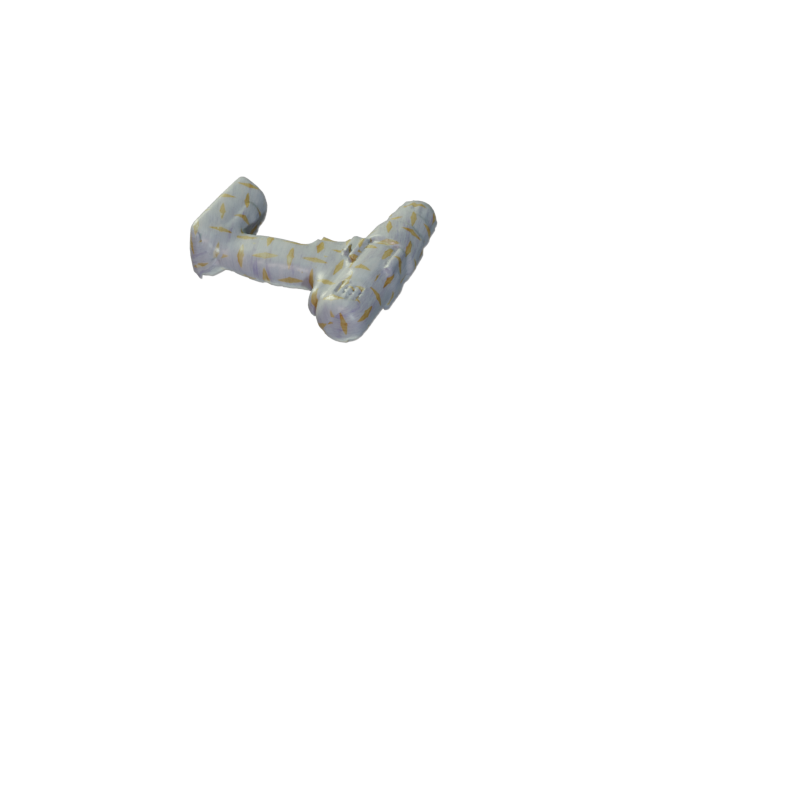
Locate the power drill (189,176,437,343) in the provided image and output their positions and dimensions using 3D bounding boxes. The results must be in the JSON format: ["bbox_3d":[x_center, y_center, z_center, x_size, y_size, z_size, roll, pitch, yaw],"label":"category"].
[{"bbox_3d":[-0.077,-0.141,0.984,0.195,0.054,0.190,17,43,19],"label":"power drill"}]
